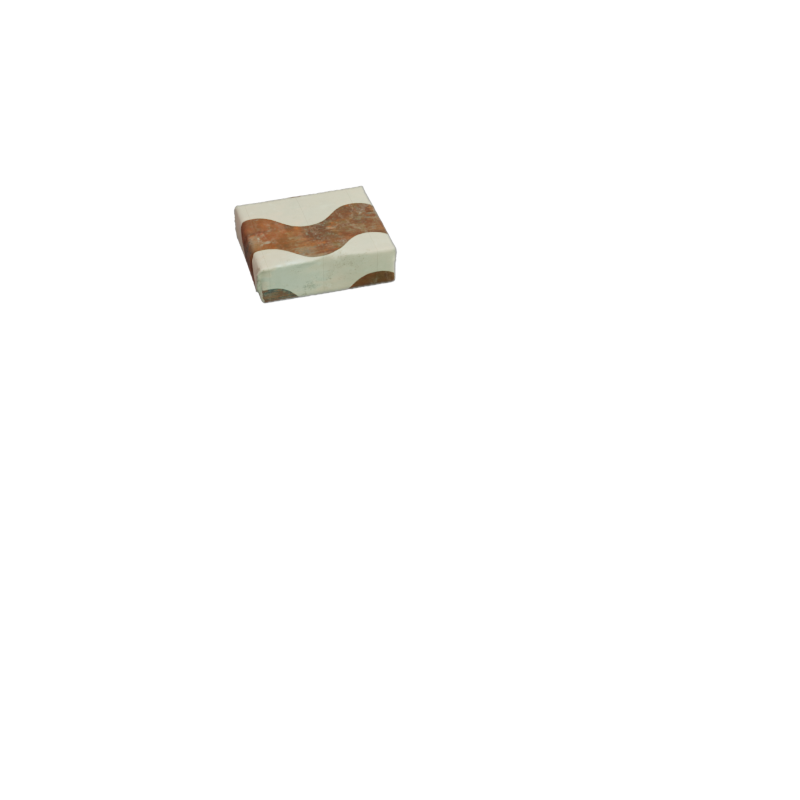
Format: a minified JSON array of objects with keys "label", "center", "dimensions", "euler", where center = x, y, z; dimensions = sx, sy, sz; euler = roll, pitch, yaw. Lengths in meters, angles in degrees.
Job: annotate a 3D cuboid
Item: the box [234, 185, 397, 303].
[{"label":"box","center":[-0.055,-0.100,0.703],"dimensions":[0.088,0.028,0.079],"euler":[-11,42,-13]}]
